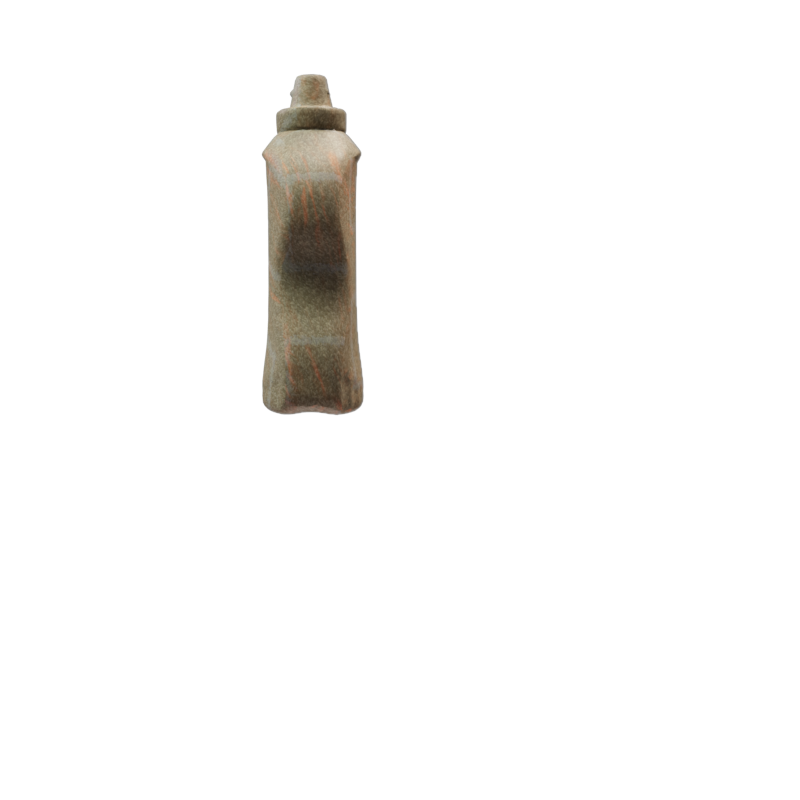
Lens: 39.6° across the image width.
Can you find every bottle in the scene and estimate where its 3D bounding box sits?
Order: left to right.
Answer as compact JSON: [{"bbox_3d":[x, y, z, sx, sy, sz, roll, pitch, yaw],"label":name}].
[{"bbox_3d":[-0.050,-0.091,0.638,0.058,0.193,0.095,0,-1,0],"label":"bottle"}]
